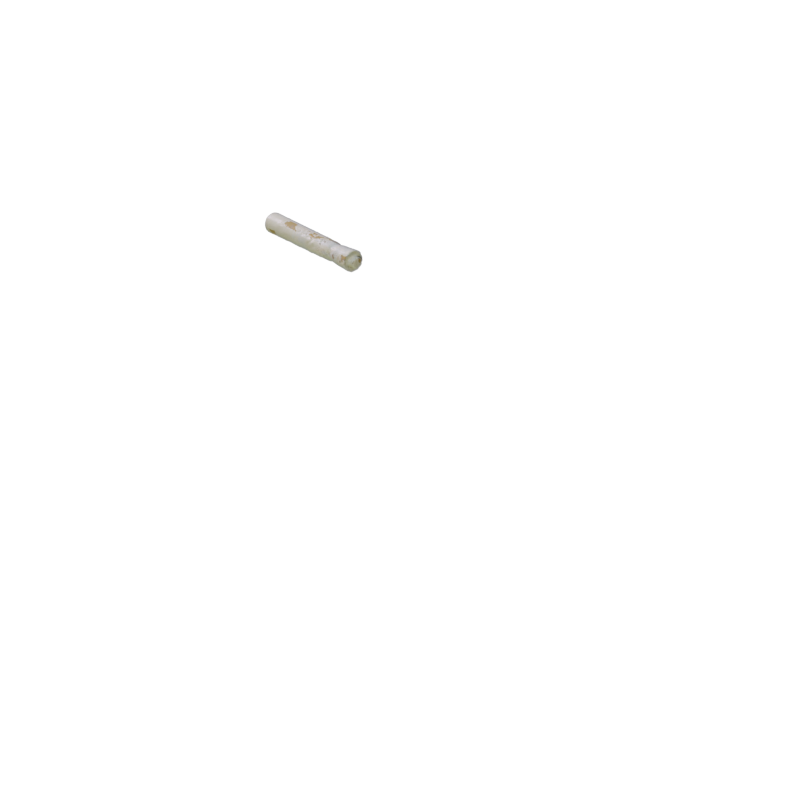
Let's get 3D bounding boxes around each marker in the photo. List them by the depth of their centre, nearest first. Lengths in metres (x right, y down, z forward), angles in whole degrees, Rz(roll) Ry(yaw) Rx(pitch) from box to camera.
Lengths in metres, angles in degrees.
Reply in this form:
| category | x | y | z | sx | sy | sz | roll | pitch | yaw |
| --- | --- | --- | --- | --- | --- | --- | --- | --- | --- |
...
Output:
| category | x | y | z | sx | sy | sz | roll | pitch | yaw |
| --- | --- | --- | --- | --- | --- | --- | --- | --- | --- |
| marker | -0.073 | -0.134 | 0.937 | 0.019 | 0.019 | 0.129 | -3 | 24 | -40 |
